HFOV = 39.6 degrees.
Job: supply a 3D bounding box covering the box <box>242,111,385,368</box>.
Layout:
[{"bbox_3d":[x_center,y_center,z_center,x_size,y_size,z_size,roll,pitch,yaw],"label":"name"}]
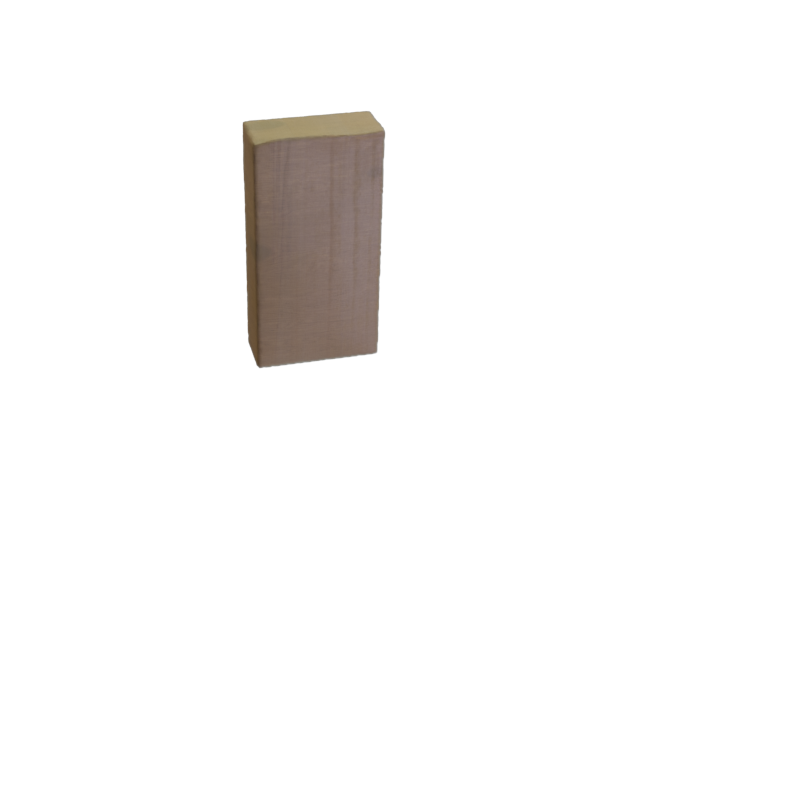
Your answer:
[{"bbox_3d":[-0.061,-0.111,0.780,0.092,0.166,0.052,-7,32,-14],"label":"box"}]
